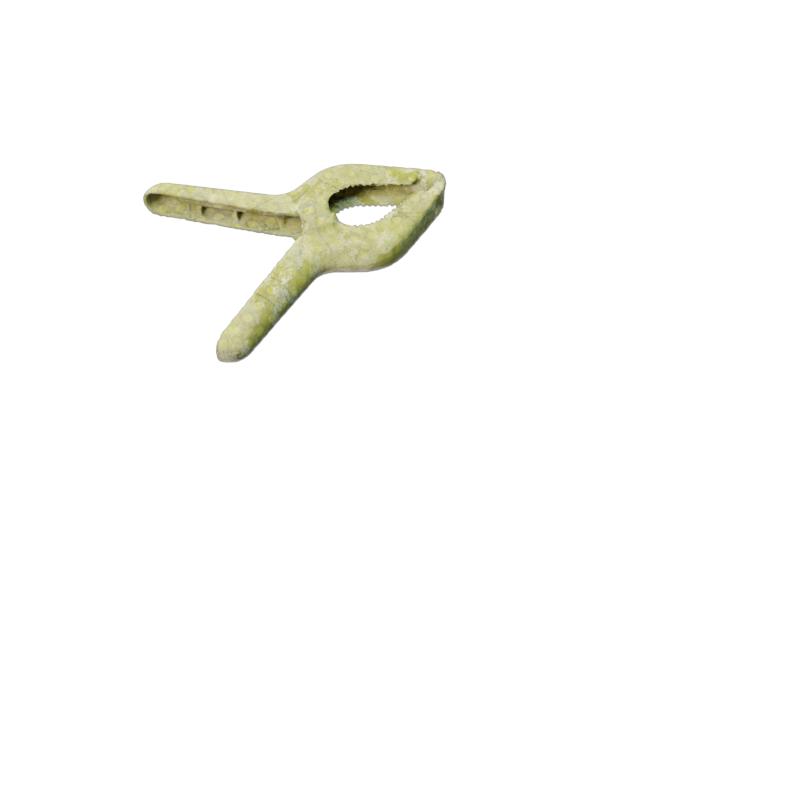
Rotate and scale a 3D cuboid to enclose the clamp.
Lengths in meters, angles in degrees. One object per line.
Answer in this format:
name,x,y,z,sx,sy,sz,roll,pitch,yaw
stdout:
clamp,-0.060,-0.109,0.767,0.208,0.178,0.034,-14,-38,-11
